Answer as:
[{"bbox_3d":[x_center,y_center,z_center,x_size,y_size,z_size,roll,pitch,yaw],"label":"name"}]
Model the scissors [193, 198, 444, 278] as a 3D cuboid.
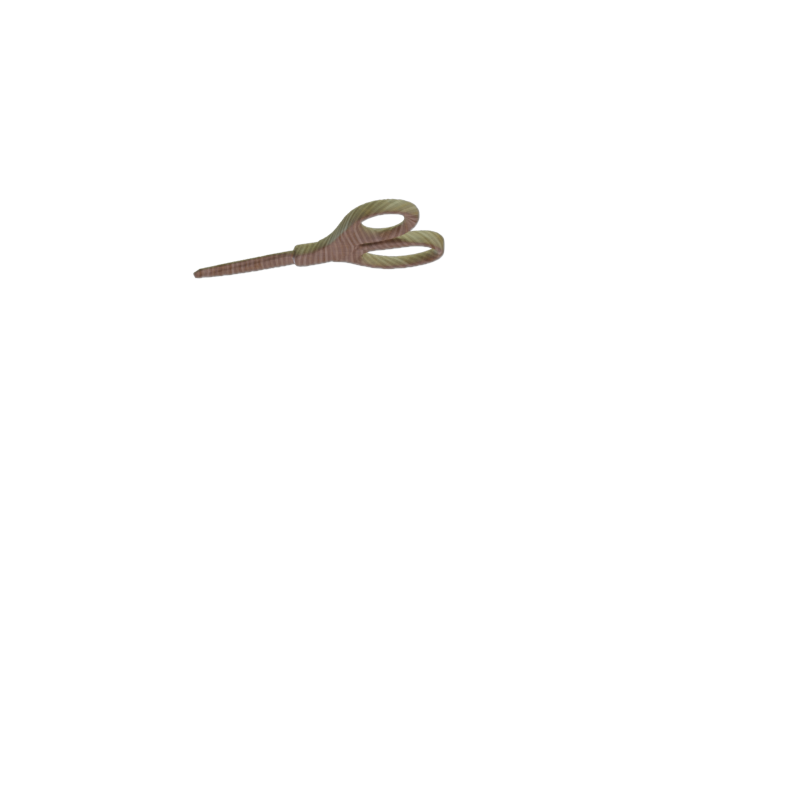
[{"bbox_3d":[-0.067,-0.122,0.853,0.202,0.017,0.090,-1,-25,3],"label":"scissors"}]
